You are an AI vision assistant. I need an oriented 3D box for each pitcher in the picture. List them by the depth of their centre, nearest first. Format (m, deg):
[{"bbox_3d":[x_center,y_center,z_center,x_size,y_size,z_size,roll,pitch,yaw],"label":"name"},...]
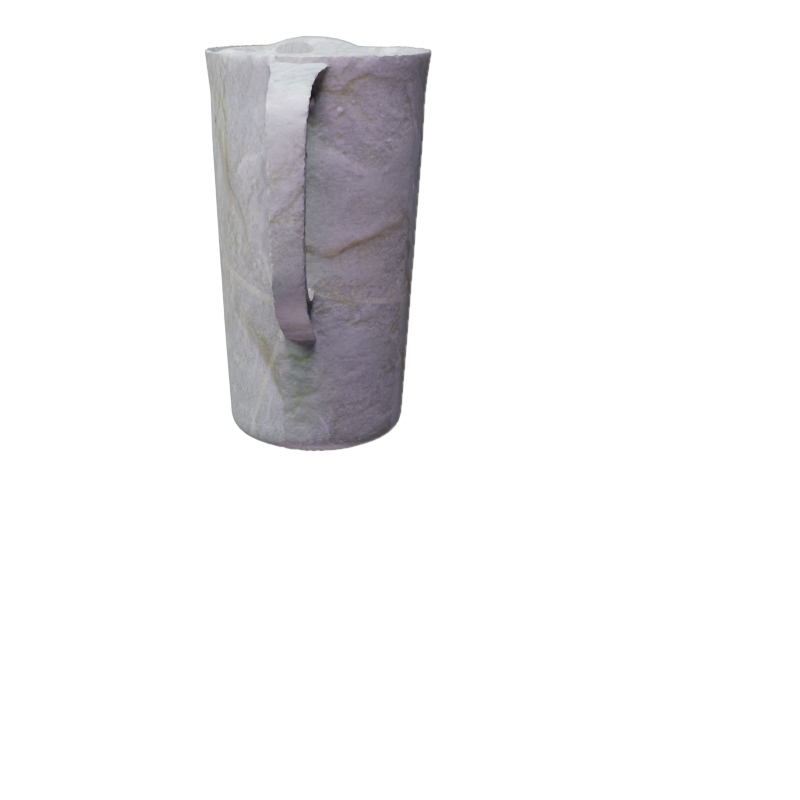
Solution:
[{"bbox_3d":[-0.052,-0.096,0.669,0.145,0.236,0.153,-11,19,-38],"label":"pitcher"}]
